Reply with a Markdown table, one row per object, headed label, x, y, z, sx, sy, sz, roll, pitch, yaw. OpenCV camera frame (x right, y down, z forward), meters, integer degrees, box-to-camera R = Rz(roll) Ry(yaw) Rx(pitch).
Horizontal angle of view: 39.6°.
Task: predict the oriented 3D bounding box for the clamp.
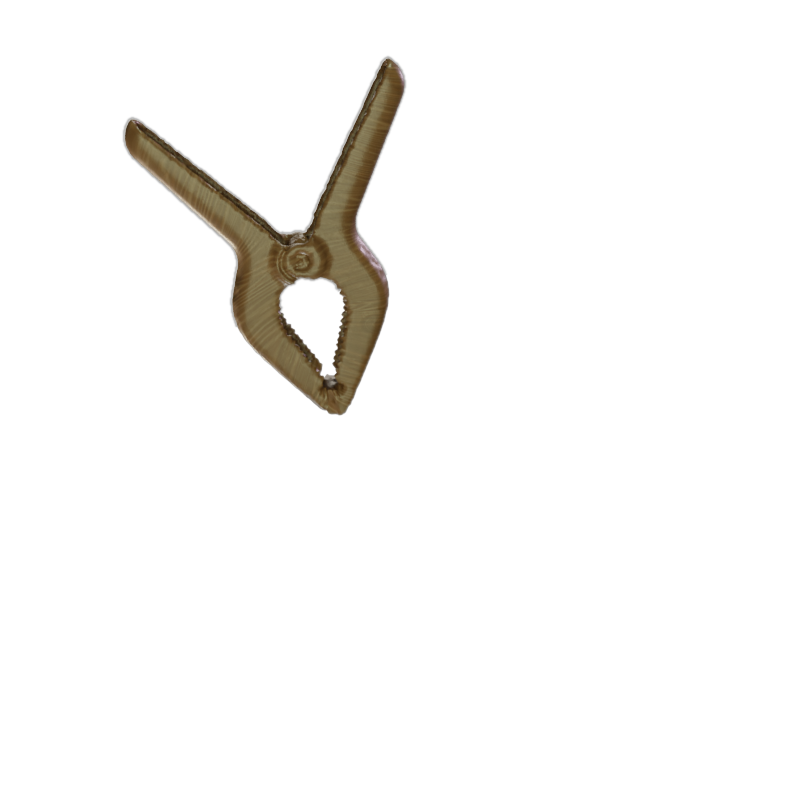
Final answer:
| label | x | y | z | sx | sy | sz | roll | pitch | yaw |
| --- | --- | --- | --- | --- | --- | --- | --- | --- | --- |
| clamp | -0.052 | -0.094 | 0.660 | 0.165 | 0.202 | 0.038 | -19 | 14 | 5 |
